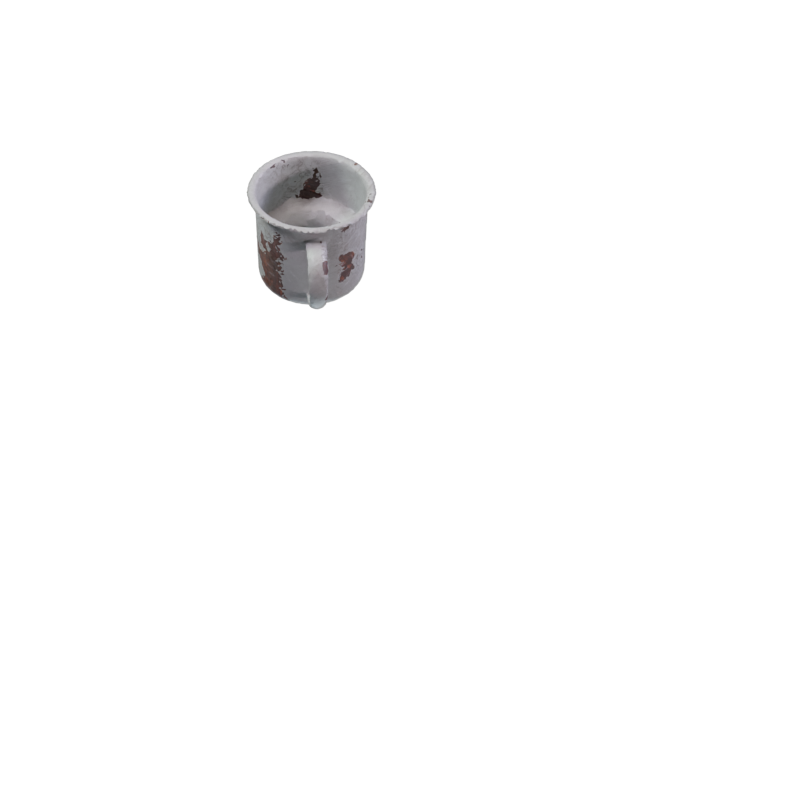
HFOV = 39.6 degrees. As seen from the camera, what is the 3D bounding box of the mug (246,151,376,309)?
[{"bbox_3d":[-0.064,-0.117,0.817,0.092,0.126,0.076,-5,-44,-7],"label":"mug"}]
